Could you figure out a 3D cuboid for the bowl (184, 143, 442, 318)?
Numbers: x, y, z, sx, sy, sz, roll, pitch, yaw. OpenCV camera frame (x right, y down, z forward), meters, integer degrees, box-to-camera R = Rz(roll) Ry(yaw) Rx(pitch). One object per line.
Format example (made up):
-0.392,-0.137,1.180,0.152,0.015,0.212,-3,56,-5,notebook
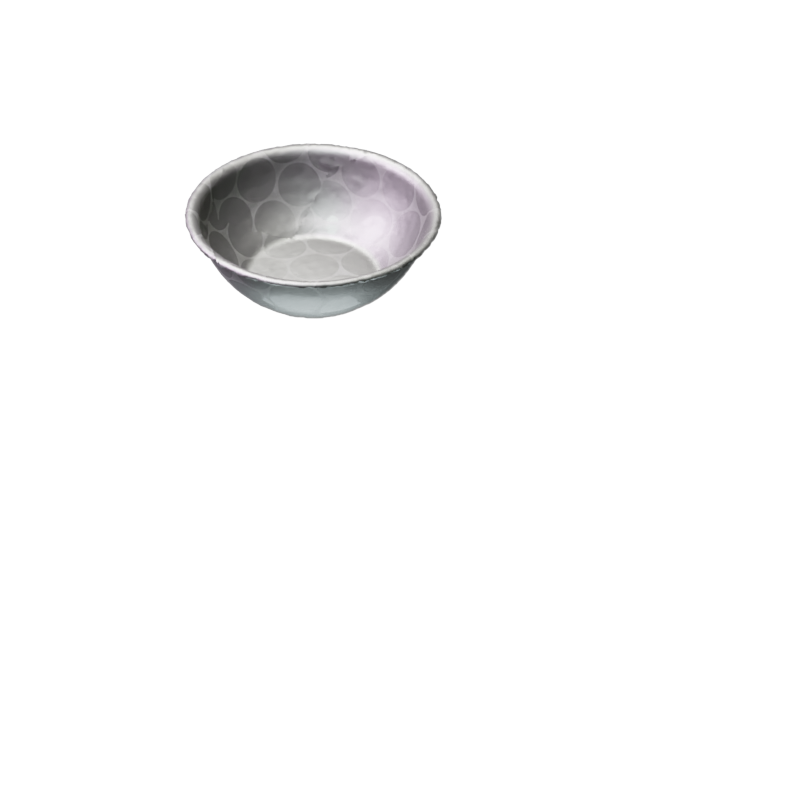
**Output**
-0.056,-0.102,0.714,0.162,0.051,0.174,-1,40,-2,bowl
